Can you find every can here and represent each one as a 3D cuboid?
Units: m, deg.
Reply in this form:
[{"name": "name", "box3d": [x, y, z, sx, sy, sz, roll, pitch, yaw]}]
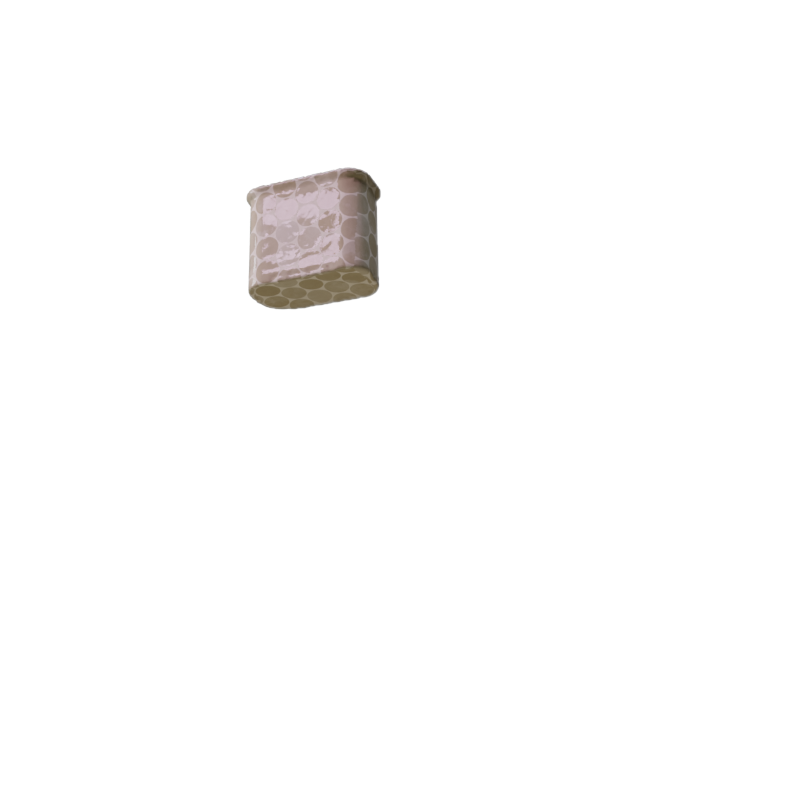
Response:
[{"name": "can", "box3d": [-0.066, -0.120, 0.840, 0.103, 0.089, 0.053, -10, -27, 19]}]
